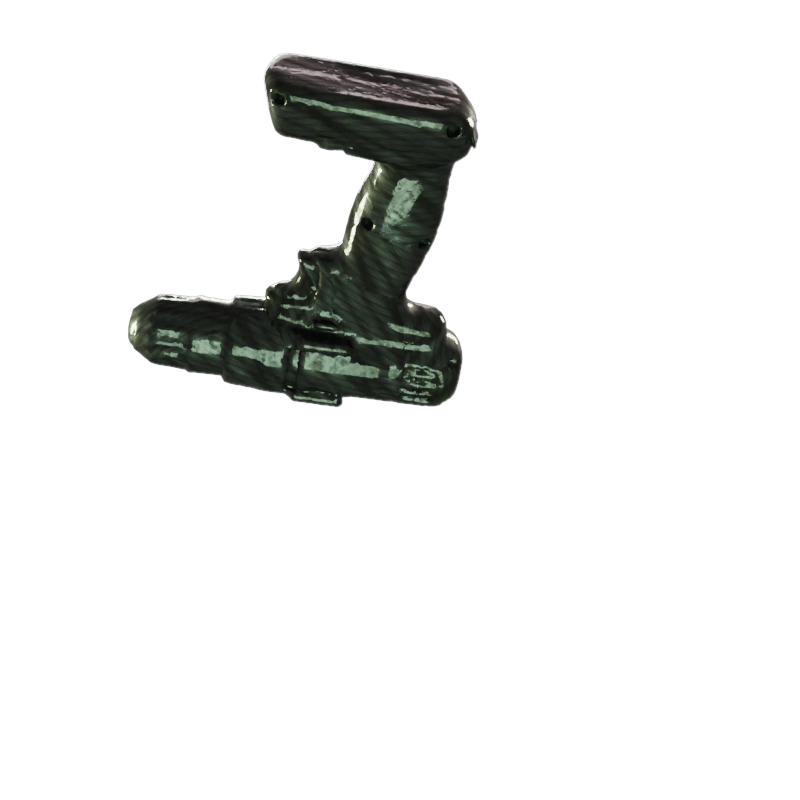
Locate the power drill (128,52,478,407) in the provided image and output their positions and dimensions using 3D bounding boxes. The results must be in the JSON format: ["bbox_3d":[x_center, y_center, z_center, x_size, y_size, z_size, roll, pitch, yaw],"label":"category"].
[{"bbox_3d":[-0.045,-0.083,0.580,0.183,0.177,0.061,8,33,-6],"label":"power drill"}]
